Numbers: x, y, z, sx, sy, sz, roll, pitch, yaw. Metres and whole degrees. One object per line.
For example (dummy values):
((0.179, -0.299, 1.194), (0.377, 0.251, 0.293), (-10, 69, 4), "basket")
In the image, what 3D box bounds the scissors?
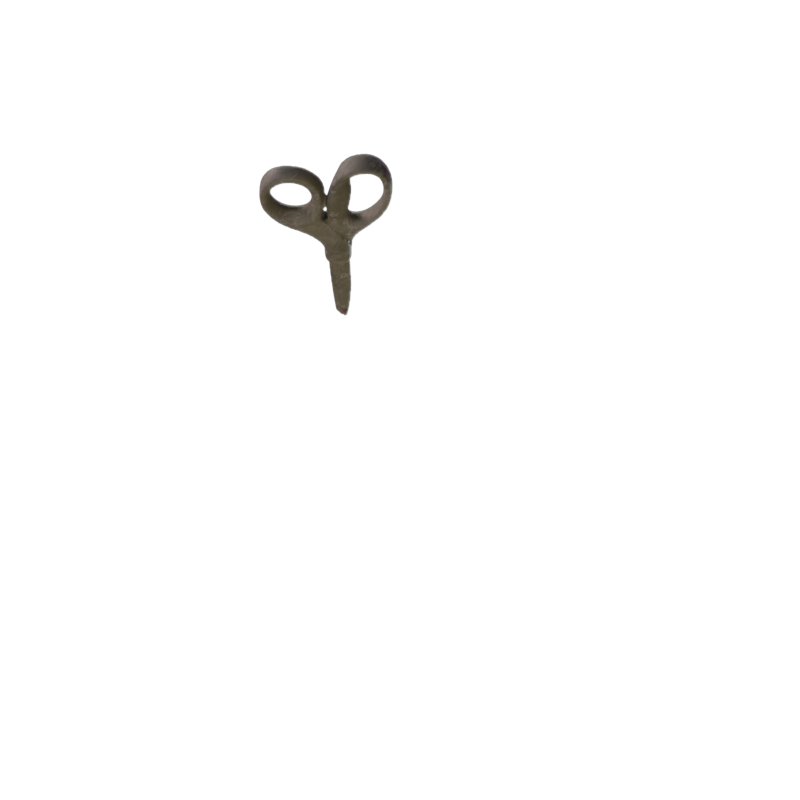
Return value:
((-0.061, -0.111, 0.781), (0.094, 0.017, 0.194), (7, -27, -14), "scissors")
